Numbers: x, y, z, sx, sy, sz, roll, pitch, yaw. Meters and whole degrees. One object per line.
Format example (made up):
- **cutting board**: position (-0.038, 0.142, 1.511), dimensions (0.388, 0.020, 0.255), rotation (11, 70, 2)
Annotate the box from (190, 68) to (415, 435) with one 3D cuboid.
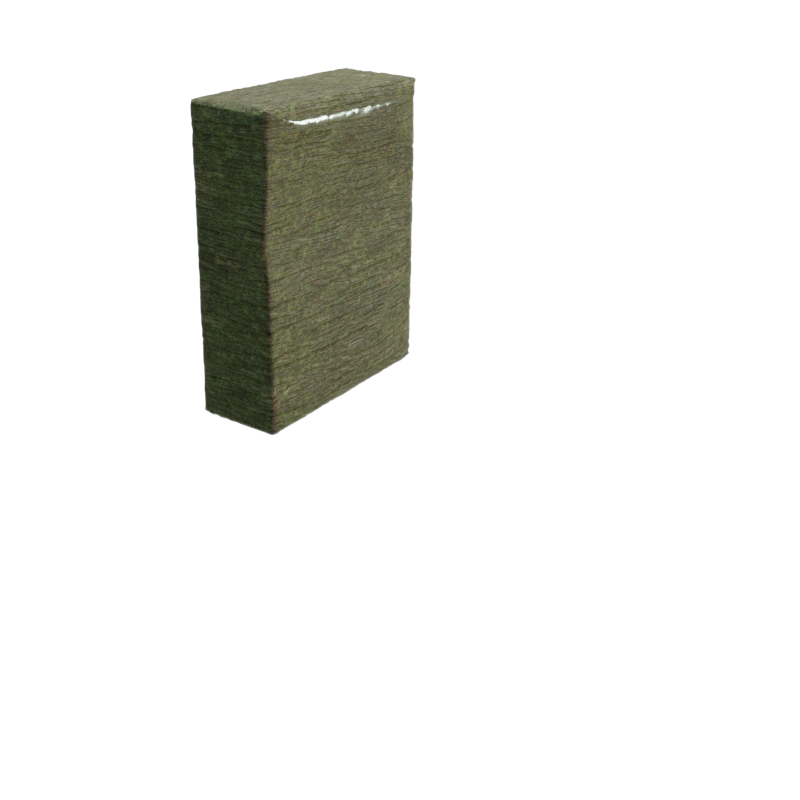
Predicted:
- **box**: position (-0.059, -0.108, 0.755), dimensions (0.076, 0.205, 0.163), rotation (14, 25, 32)
